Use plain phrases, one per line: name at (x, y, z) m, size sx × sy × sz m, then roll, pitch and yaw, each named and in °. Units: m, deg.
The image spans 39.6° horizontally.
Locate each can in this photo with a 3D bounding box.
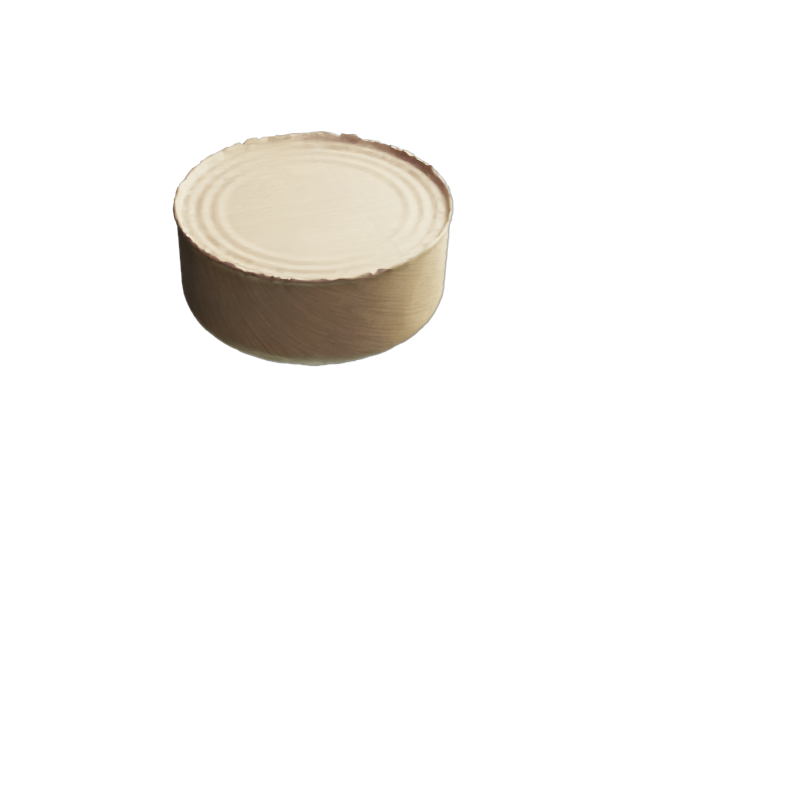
can at (-0.027, -0.050, 0.349) m, size 0.086 × 0.031 × 0.092 m, roll -1°, pitch 39°, yaw -2°
